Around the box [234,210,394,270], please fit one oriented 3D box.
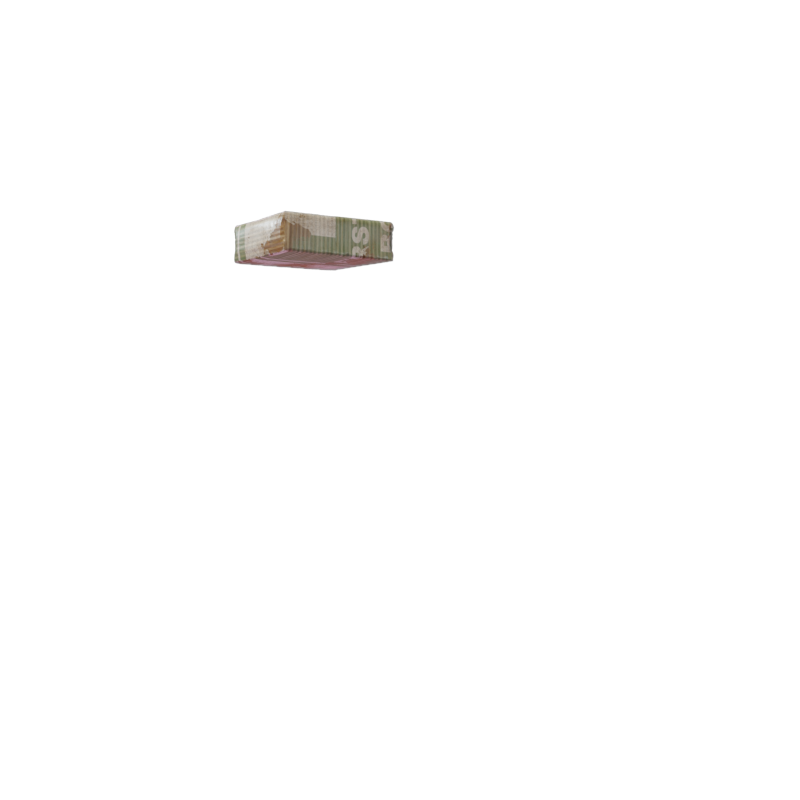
[{"bbox_3d":[-0.060,-0.110,0.771,0.086,0.031,0.075,0,-1,-32],"label":"box"}]
